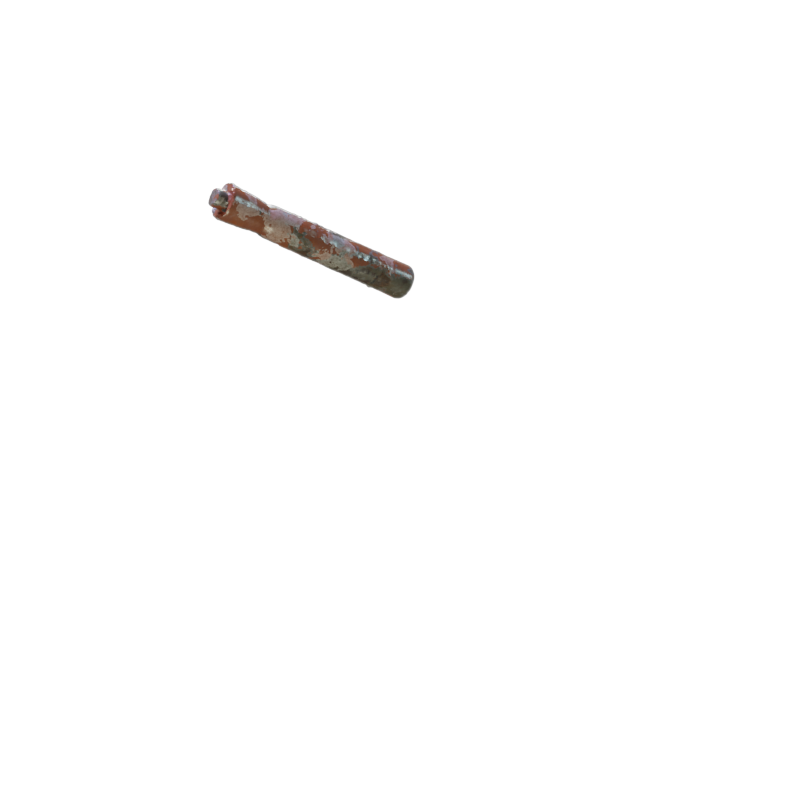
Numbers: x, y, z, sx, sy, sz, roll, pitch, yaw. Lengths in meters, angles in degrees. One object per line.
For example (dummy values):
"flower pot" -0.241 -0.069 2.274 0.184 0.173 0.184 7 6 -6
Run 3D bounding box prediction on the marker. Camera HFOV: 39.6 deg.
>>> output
"marker" -0.043 -0.079 0.555 0.114 0.020 0.020 21 -9 -33
